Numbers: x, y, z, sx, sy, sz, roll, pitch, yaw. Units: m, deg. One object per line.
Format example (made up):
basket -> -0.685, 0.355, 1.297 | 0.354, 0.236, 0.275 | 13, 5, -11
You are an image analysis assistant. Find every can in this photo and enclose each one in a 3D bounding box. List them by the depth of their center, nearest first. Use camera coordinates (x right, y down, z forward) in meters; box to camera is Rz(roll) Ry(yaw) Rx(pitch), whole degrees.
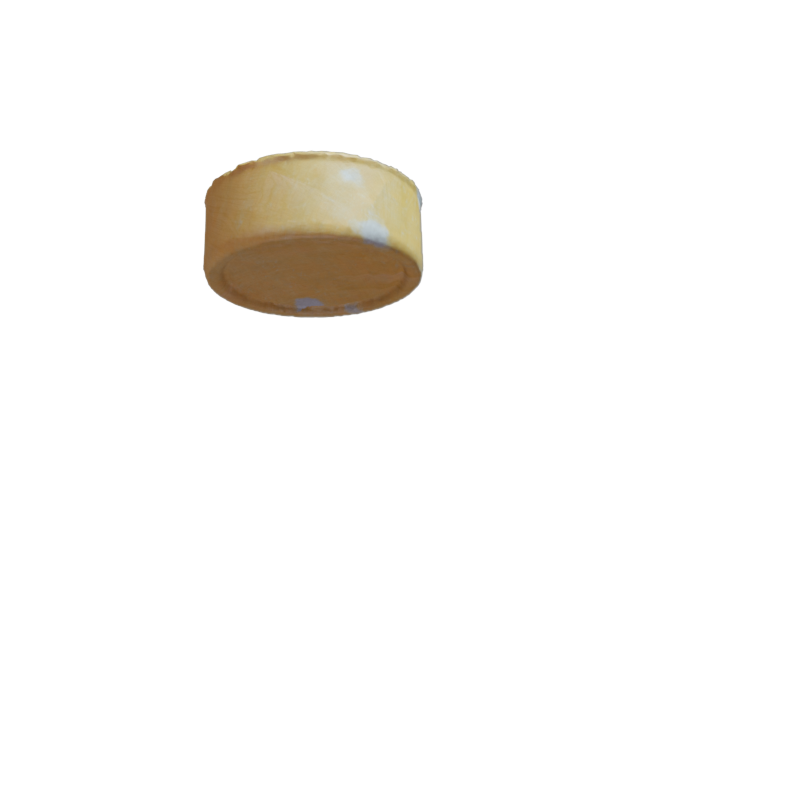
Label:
can -> -0.034, -0.062, 0.431 | 0.086, 0.035, 0.082 | 0, -18, -2
